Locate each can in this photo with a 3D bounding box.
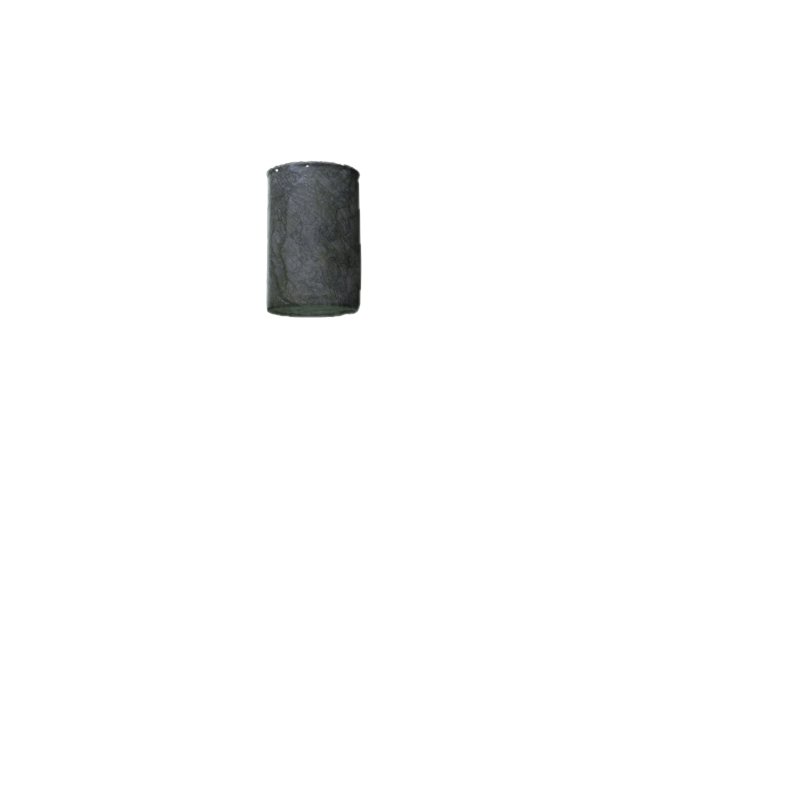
[{"bbox_3d":[-0.062,-0.114,0.795,0.068,0.105,0.067,0,-8,-2],"label":"can"}]
